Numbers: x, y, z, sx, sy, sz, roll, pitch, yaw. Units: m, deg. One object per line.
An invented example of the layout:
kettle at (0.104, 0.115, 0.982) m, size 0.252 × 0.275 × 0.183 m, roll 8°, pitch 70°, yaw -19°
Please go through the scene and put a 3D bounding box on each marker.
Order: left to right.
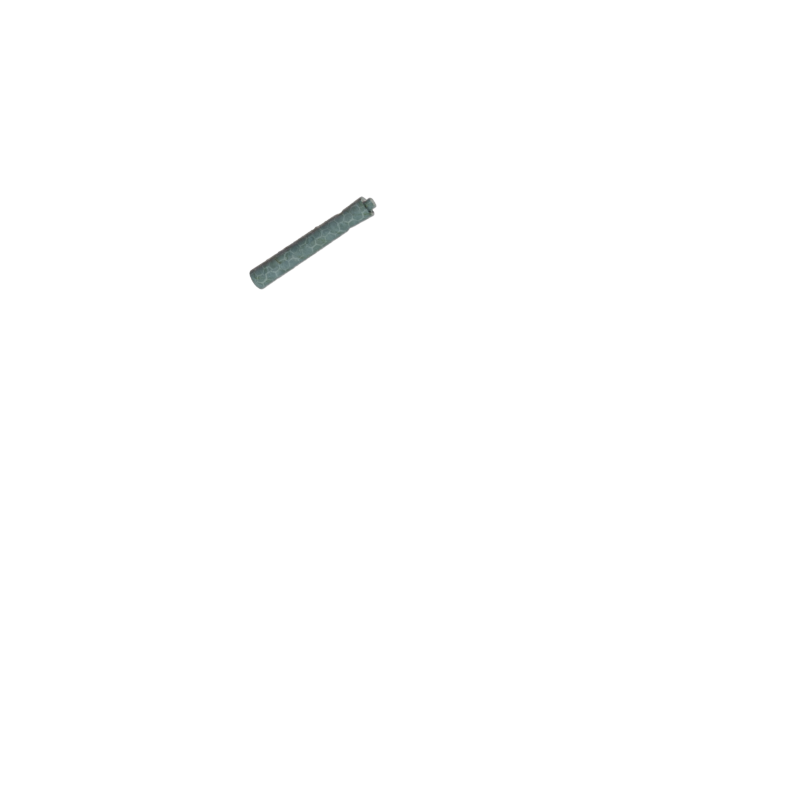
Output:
marker at (-0.071, -0.129, 0.901) m, size 0.120 × 0.020 × 0.019 m, roll -31°, pitch -7°, yaw 19°
